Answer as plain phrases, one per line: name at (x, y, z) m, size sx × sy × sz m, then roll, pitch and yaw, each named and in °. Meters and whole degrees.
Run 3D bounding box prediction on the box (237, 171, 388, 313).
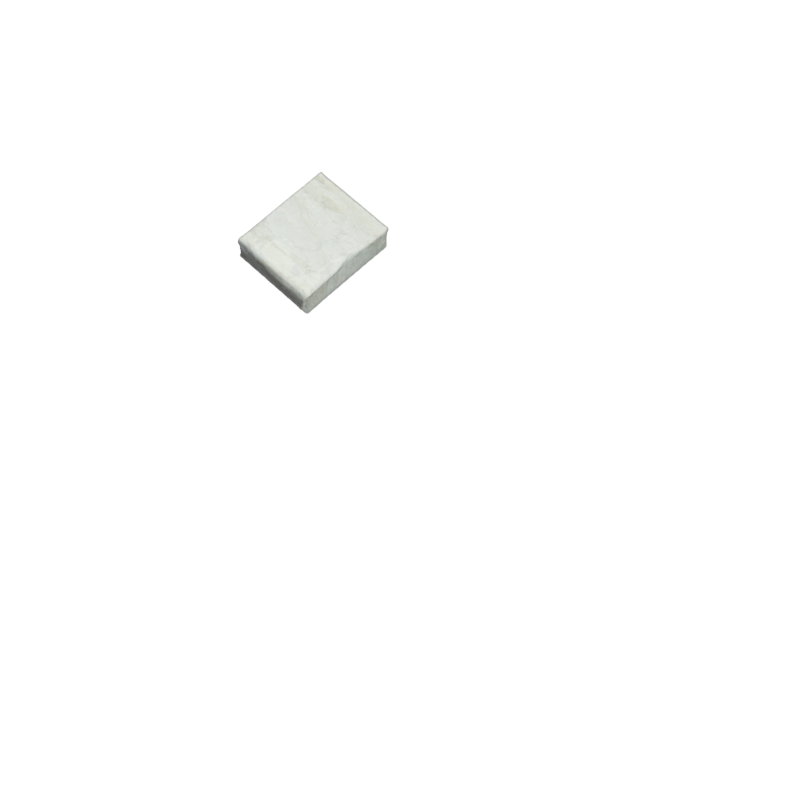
box at (-0.065, -0.118, 0.830) m, size 0.077 × 0.090 × 0.028 m, roll 40°, pitch -23°, yaw 20°
